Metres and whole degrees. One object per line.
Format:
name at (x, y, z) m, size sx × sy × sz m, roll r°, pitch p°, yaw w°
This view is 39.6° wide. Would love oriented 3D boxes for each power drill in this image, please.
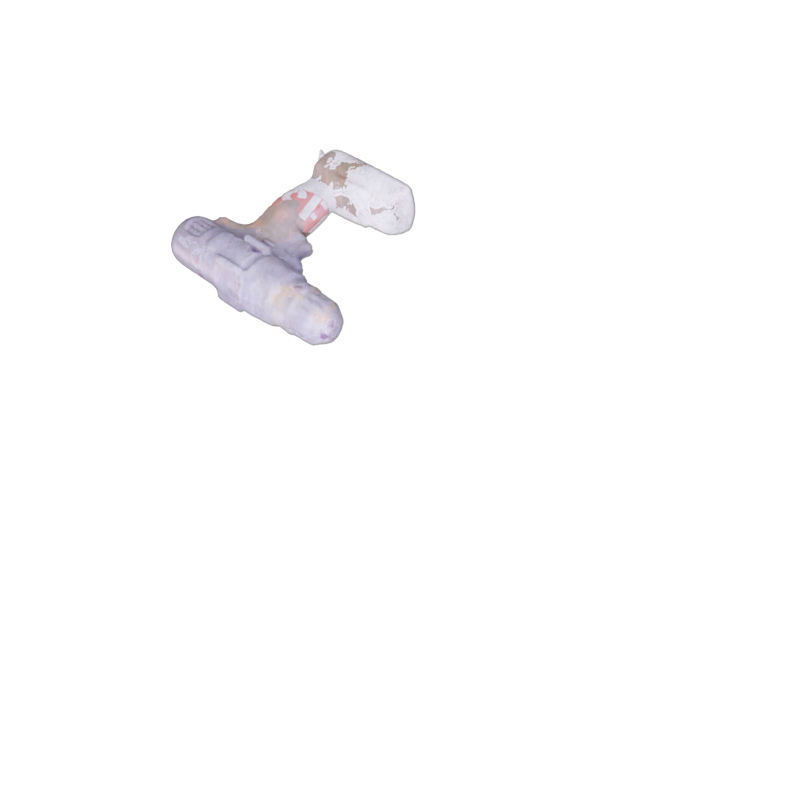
power drill at (-0.074, -0.135, 0.948) m, size 0.196 × 0.053 × 0.189 m, roll 32°, pitch 52°, yaw 30°
